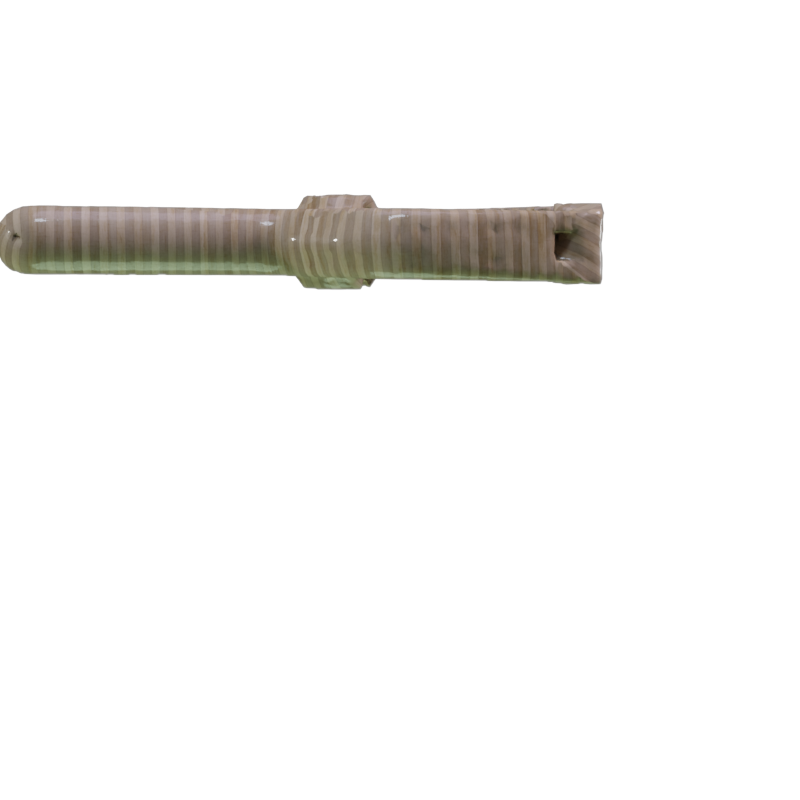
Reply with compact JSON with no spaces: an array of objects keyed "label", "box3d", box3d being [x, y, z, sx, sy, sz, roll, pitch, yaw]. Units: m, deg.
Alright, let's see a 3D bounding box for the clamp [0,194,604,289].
[{"label":"clamp","box3d":[-0.033,-0.060,0.423,0.217,0.036,0.161,5,11,27]}]
